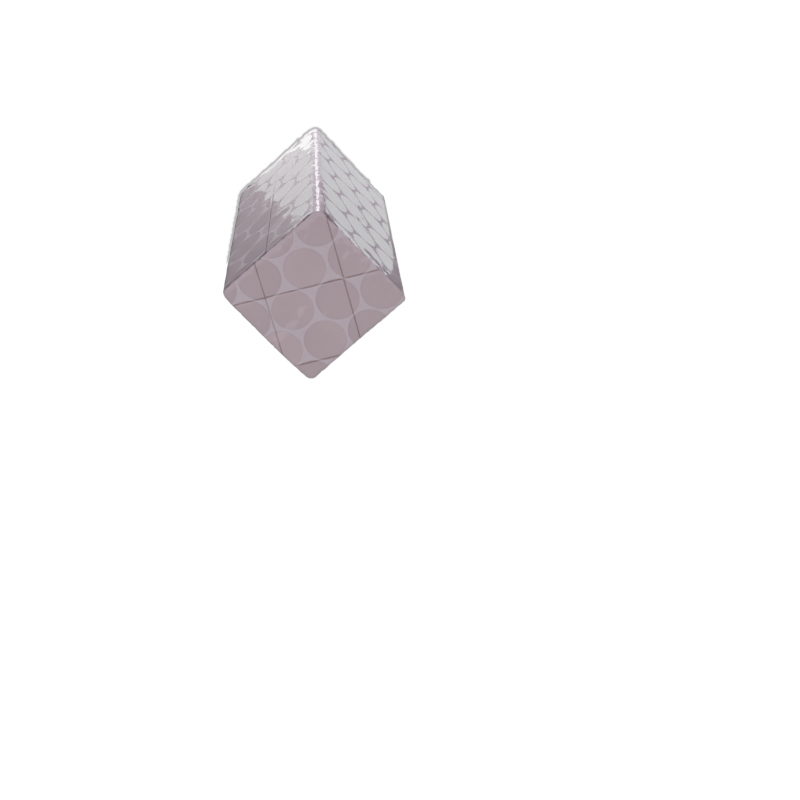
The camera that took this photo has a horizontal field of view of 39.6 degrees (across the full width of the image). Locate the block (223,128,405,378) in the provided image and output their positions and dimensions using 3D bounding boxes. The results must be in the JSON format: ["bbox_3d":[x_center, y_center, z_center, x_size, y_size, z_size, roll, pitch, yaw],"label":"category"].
[{"bbox_3d":[-0.065,-0.118,0.825,0.090,0.086,0.218,-40,23,15],"label":"block"}]
